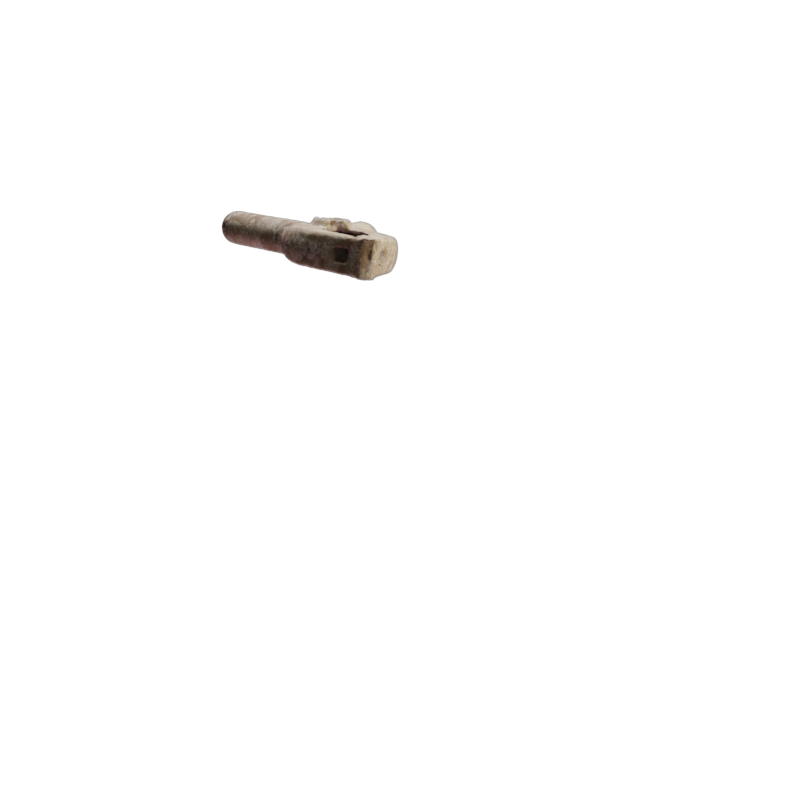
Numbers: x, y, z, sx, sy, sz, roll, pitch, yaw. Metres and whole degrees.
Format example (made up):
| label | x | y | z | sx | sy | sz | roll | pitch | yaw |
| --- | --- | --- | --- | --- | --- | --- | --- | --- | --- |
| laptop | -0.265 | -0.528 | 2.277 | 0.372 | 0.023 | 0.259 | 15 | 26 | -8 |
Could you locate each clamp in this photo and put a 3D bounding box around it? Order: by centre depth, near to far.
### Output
| label | x | y | z | sx | sy | sz | roll | pitch | yaw |
| --- | --- | --- | --- | --- | --- | --- | --- | --- | --- |
| clamp | -0.061 | -0.110 | 0.774 | 0.118 | 0.038 | 0.177 | -2 | 12 | -11 |
